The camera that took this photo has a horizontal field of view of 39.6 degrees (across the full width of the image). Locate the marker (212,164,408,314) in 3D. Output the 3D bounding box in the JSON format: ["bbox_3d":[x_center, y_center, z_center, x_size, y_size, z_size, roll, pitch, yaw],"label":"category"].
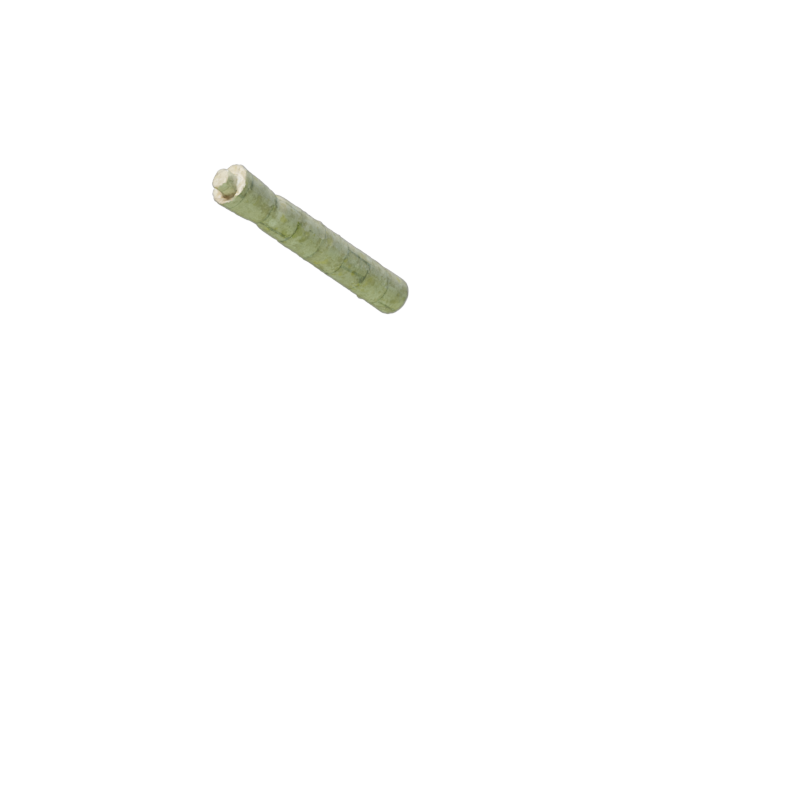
[{"bbox_3d":[-0.038,-0.070,0.489,0.021,0.020,0.113,3,-19,43],"label":"marker"}]
